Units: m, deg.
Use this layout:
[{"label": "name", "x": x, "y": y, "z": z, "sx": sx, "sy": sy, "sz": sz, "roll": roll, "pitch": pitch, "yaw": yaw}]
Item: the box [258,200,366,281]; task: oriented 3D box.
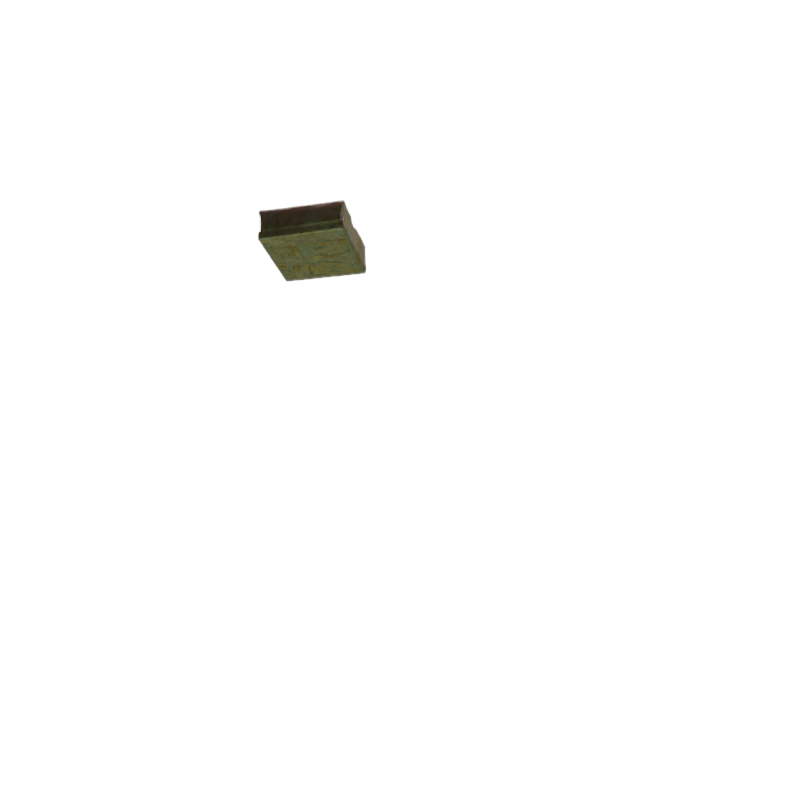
[{"label": "box", "x": -0.074, "y": -0.134, "z": 0.940, "sx": 0.074, "sy": 0.032, "sz": 0.083, "roll": -5, "pitch": -22, "yaw": 11}]
